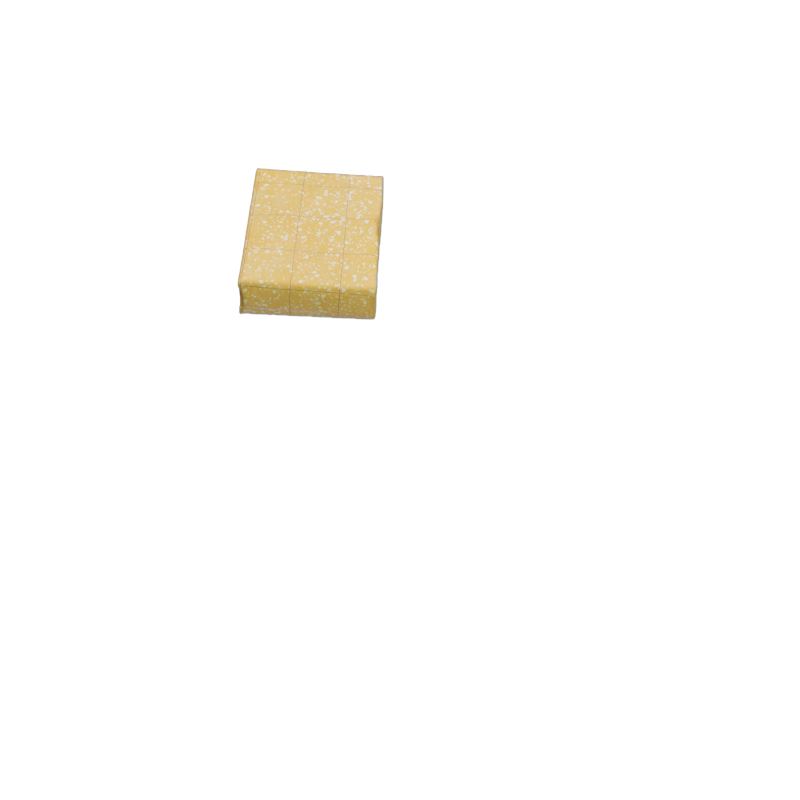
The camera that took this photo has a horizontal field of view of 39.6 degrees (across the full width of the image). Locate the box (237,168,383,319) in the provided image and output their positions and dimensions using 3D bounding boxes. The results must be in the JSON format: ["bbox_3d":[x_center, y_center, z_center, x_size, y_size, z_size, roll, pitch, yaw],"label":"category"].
[{"bbox_3d":[-0.047,-0.086,0.604,0.073,0.095,0.028,3,-40,2],"label":"box"}]
